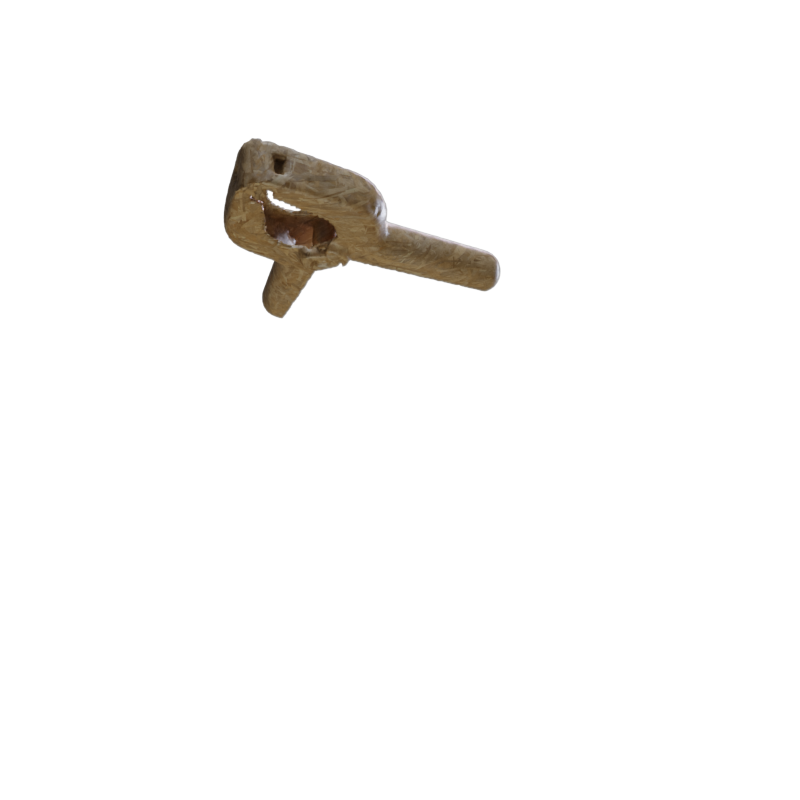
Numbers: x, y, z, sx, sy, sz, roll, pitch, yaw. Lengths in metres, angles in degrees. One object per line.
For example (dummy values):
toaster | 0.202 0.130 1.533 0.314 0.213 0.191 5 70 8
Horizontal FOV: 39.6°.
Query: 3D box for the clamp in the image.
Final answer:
clamp | -0.052 -0.095 0.668 0.168 0.038 0.196 -9 -19 27
